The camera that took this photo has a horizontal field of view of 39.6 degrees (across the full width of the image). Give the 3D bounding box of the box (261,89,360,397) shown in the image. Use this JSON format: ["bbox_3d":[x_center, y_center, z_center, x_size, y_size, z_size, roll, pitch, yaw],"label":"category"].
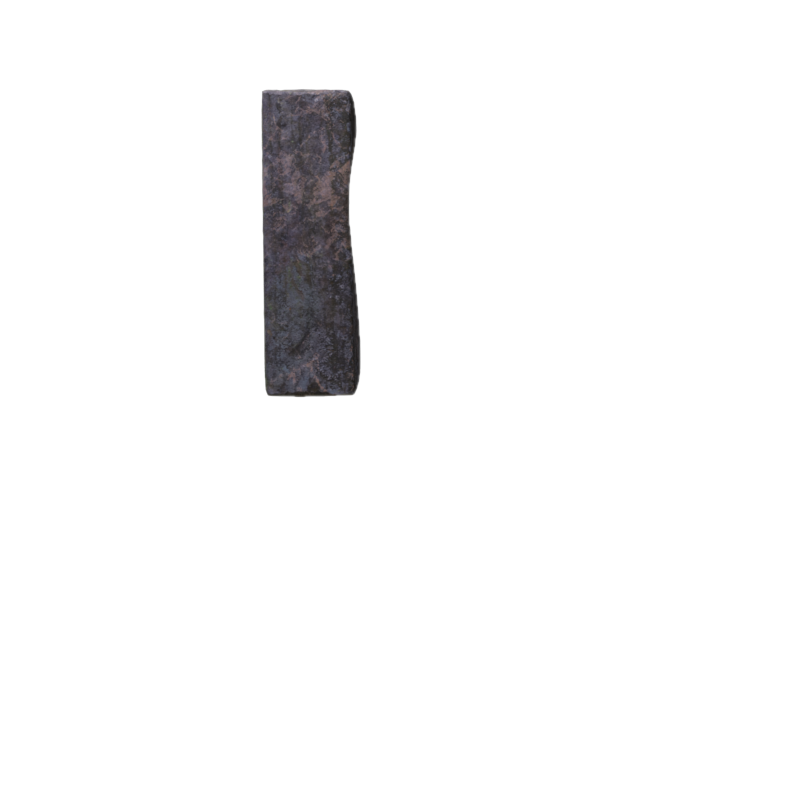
[{"bbox_3d":[-0.066,-0.121,0.844,0.072,0.213,0.166,0,4,-3],"label":"box"}]
